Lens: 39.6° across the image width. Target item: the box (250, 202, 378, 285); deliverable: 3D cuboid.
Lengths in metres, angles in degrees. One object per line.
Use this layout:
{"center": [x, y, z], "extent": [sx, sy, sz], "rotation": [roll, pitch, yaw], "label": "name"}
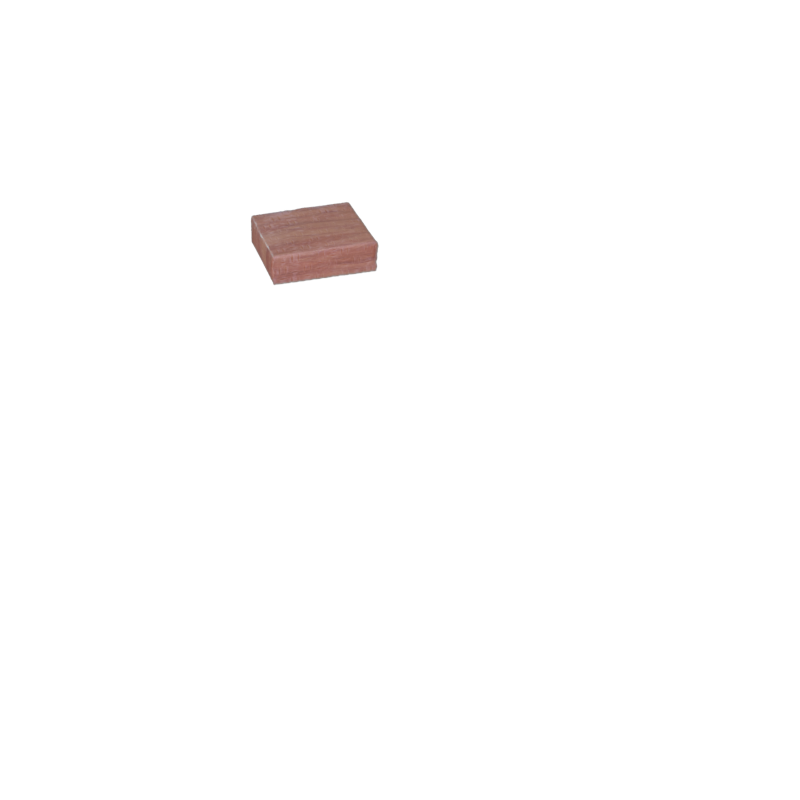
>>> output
{"center": [-0.071, -0.129, 0.906], "extent": [0.088, 0.028, 0.079], "rotation": [-10, 36, -15], "label": "box"}
